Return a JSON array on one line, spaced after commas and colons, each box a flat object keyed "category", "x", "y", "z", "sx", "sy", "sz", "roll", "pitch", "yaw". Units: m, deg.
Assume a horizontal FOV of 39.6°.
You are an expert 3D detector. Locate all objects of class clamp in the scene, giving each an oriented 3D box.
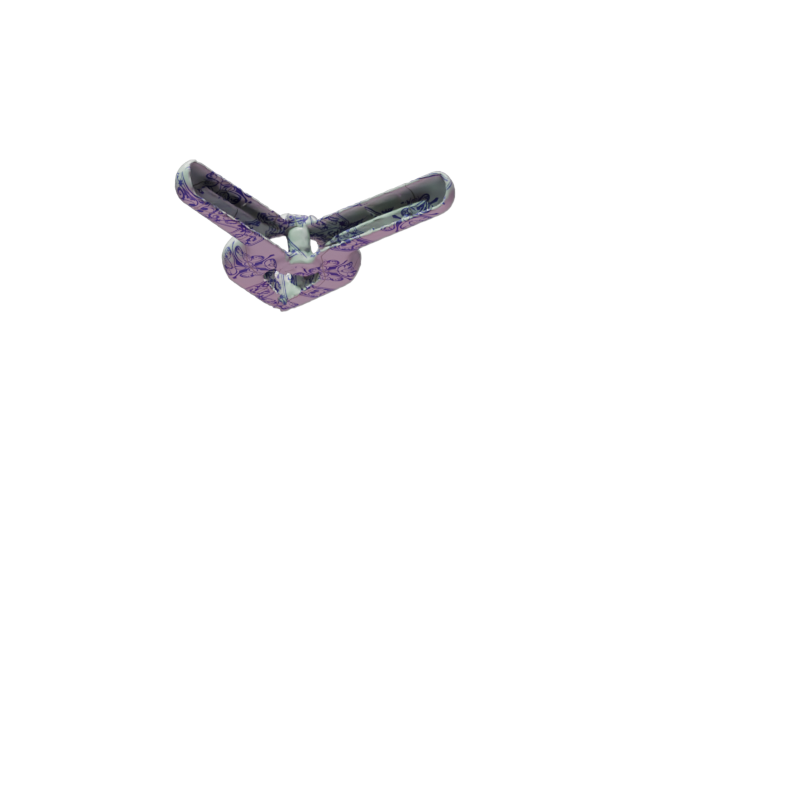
[{"category": "clamp", "x": -0.057, "y": -0.104, "z": 0.727, "sx": 0.164, "sy": 0.038, "sz": 0.202, "roll": 1, "pitch": -15, "yaw": -4}]
